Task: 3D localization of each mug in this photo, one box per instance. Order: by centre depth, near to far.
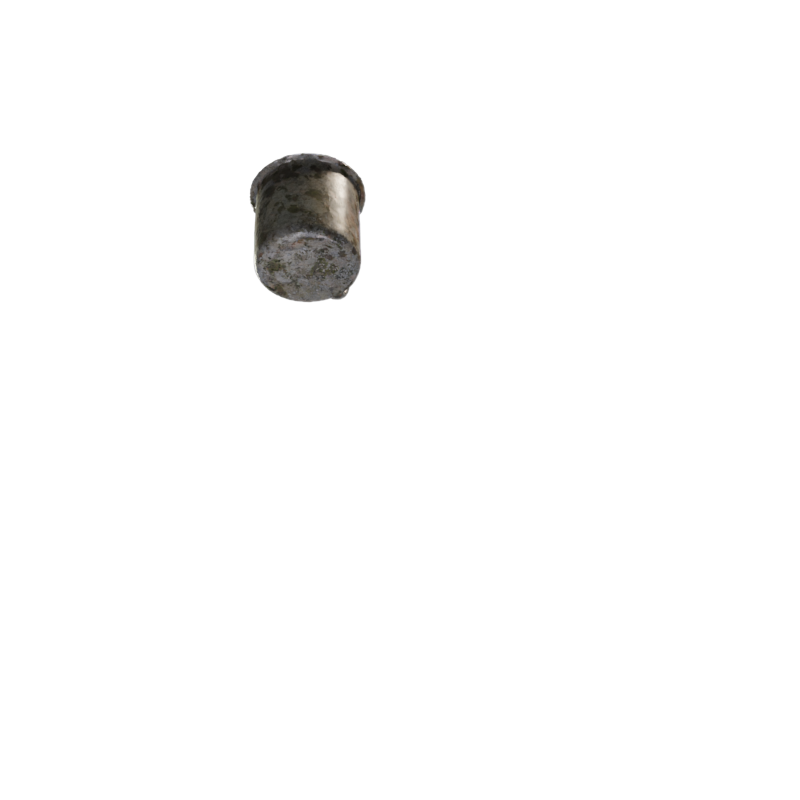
[{"bbox_3d":[-0.068,-0.124,0.868,0.094,0.087,0.108,-15,-42,15],"label":"mug"}]
